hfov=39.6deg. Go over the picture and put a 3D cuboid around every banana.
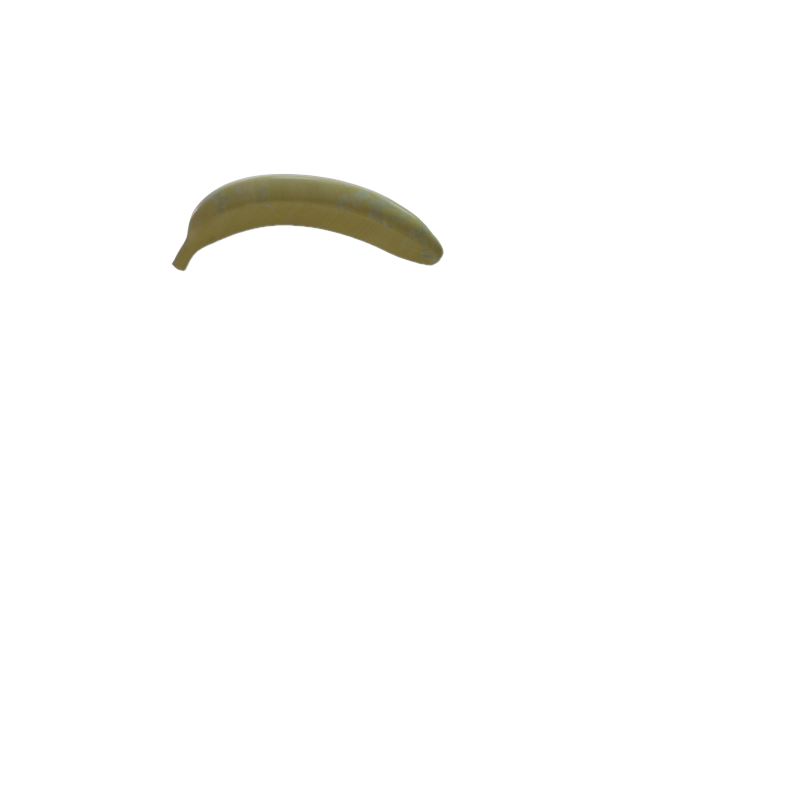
[{"bbox_3d":[-0.067,-0.131,0.802,0.198,0.065,0.039,0,33,0],"label":"banana"}]
